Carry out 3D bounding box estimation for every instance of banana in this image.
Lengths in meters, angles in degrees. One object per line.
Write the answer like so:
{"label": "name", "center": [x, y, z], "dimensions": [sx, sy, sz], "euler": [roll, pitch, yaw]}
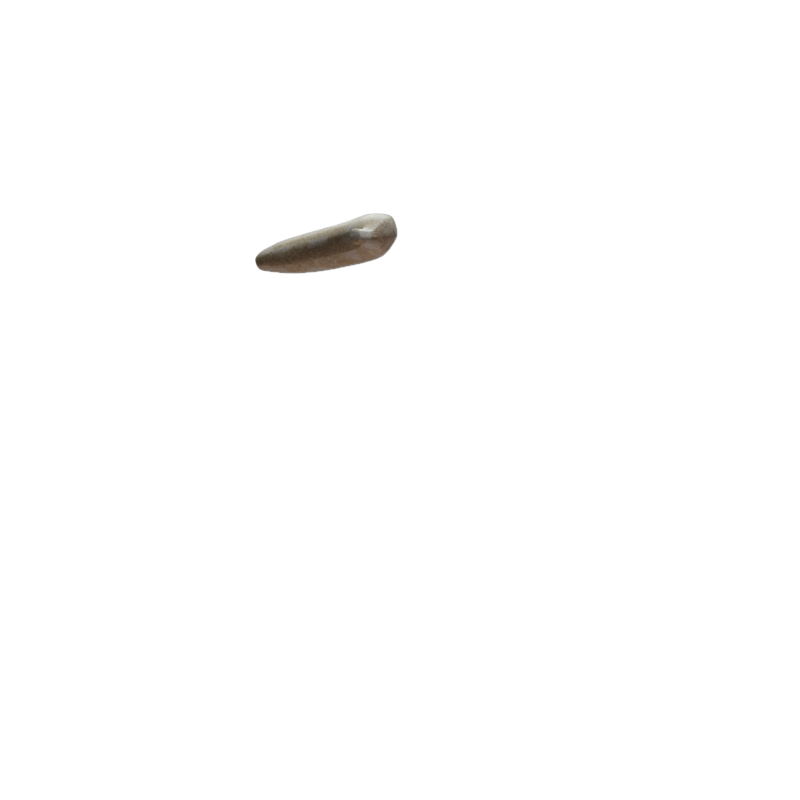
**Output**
{"label": "banana", "center": [-0.055, -0.134, 0.941], "dimensions": [0.067, 0.037, 0.202], "euler": [2, -3, -29]}
